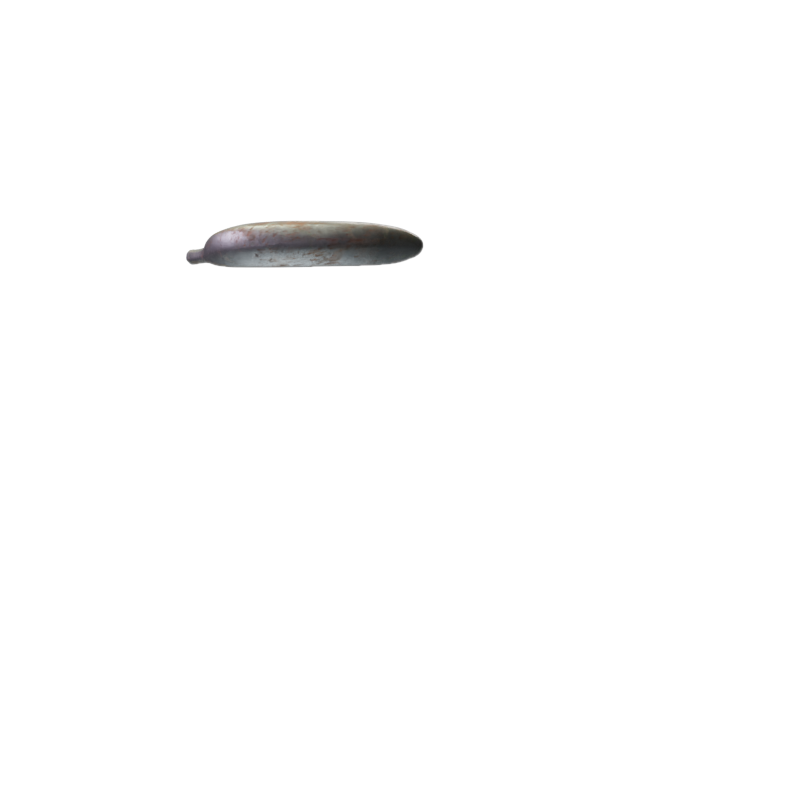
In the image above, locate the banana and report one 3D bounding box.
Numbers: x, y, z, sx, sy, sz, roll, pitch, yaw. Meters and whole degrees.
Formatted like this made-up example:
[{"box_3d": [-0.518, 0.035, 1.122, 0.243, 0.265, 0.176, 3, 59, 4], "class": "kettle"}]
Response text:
[{"box_3d": [-0.070, -0.126, 0.887, 0.195, 0.036, 0.072, -2, 10, -12], "class": "banana"}]
